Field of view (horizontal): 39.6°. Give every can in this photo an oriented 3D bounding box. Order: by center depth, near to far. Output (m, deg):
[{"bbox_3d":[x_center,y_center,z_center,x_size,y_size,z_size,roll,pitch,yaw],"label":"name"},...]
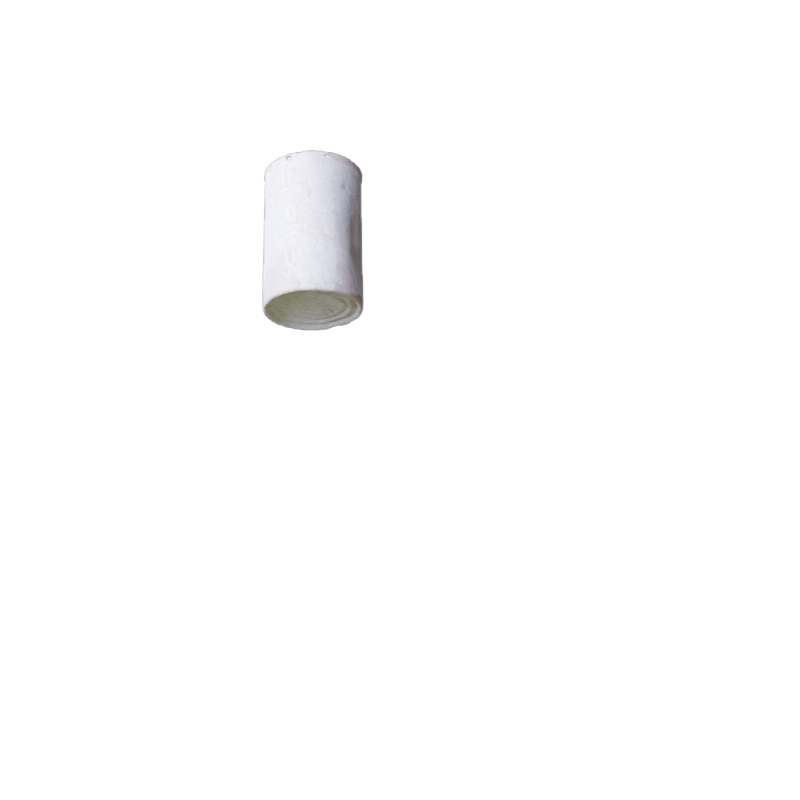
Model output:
[{"bbox_3d":[-0.058,-0.106,0.740,0.068,0.108,0.065,0,-25,-2],"label":"can"}]
